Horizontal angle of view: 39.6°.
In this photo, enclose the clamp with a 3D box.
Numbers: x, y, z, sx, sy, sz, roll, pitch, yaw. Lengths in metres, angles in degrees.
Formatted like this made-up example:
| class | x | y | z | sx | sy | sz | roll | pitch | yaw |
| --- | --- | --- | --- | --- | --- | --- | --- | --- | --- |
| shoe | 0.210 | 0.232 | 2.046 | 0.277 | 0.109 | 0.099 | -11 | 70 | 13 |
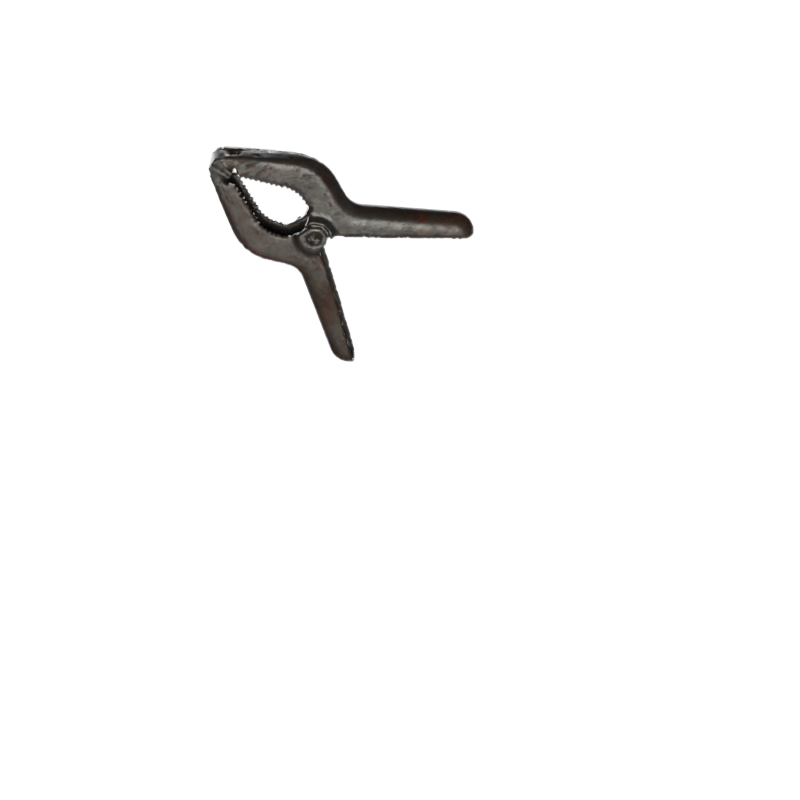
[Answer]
| class | x | y | z | sx | sy | sz | roll | pitch | yaw |
| --- | --- | --- | --- | --- | --- | --- | --- | --- | --- |
| clamp | -0.070 | -0.128 | 0.893 | 0.203 | 0.160 | 0.038 | 28 | 24 | -14 |
